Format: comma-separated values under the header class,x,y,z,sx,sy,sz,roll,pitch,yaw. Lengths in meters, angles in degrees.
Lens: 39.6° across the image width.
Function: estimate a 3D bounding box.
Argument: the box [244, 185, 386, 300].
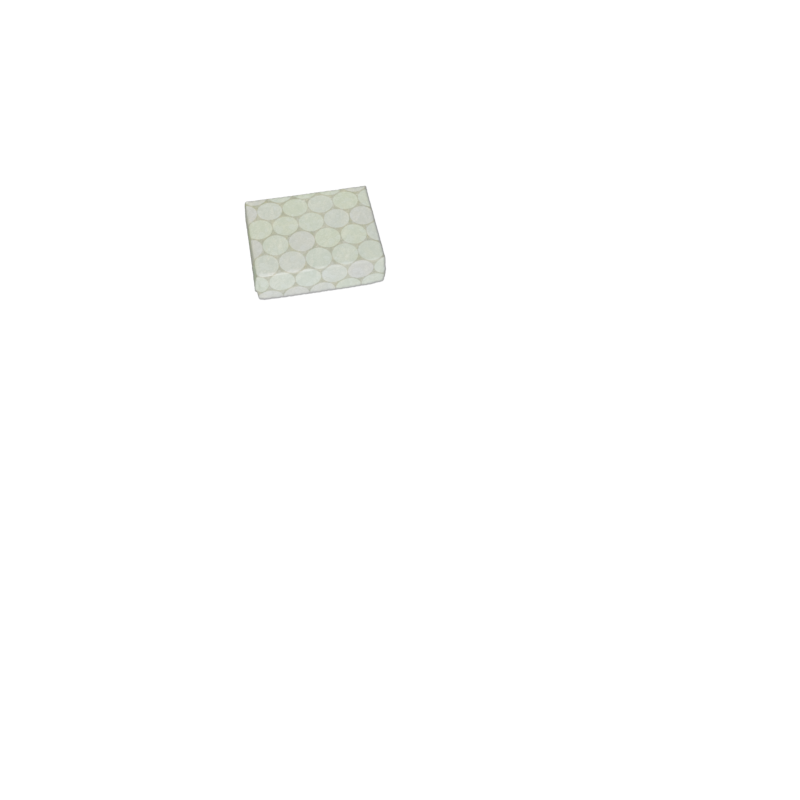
class,x,y,z,sx,sy,sz,roll,pitch,yaw
box,-0.076,-0.138,0.968,0.113,0.097,0.036,-8,-38,-7
